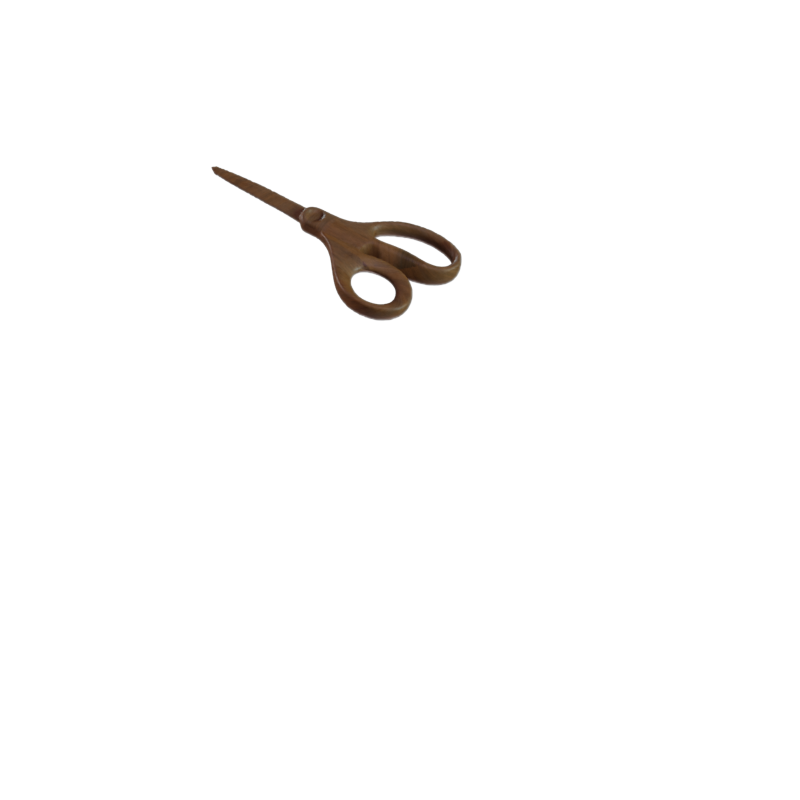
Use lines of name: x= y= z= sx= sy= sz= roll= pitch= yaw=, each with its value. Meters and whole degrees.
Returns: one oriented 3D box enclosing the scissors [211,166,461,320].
scissors: x=-0.060 y=-0.109 z=0.762 sx=0.208 sy=0.015 sz=0.100 roll=17 pitch=49 yaw=16
